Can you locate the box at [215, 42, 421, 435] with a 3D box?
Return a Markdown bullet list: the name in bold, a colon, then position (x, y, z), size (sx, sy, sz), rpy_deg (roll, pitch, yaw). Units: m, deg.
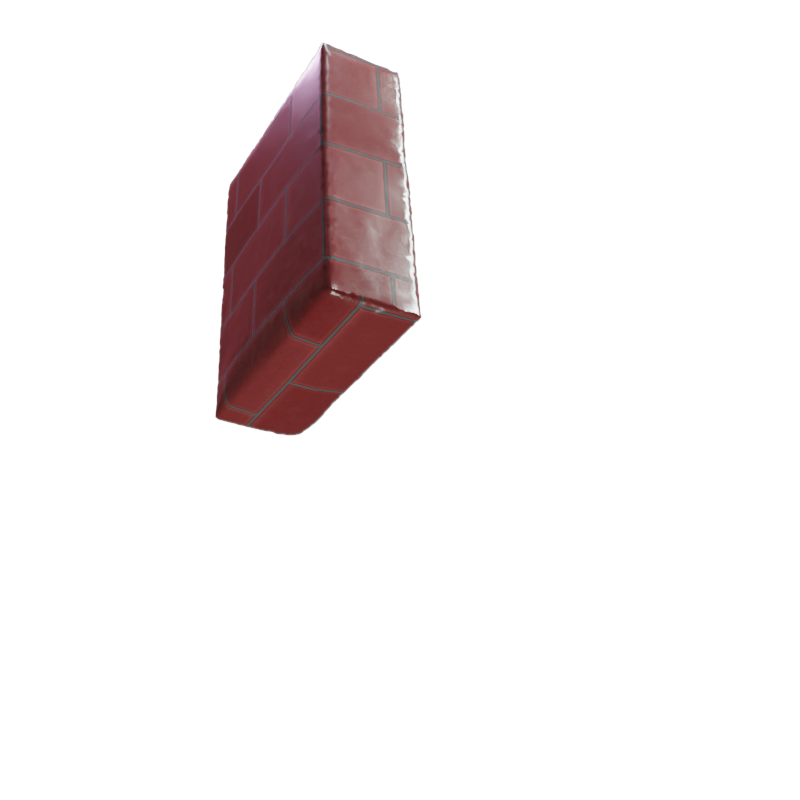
- **box**: position (-0.059, -0.108, 0.754), size (0.069, 0.229, 0.160), rpy_deg (18, -40, -25)
